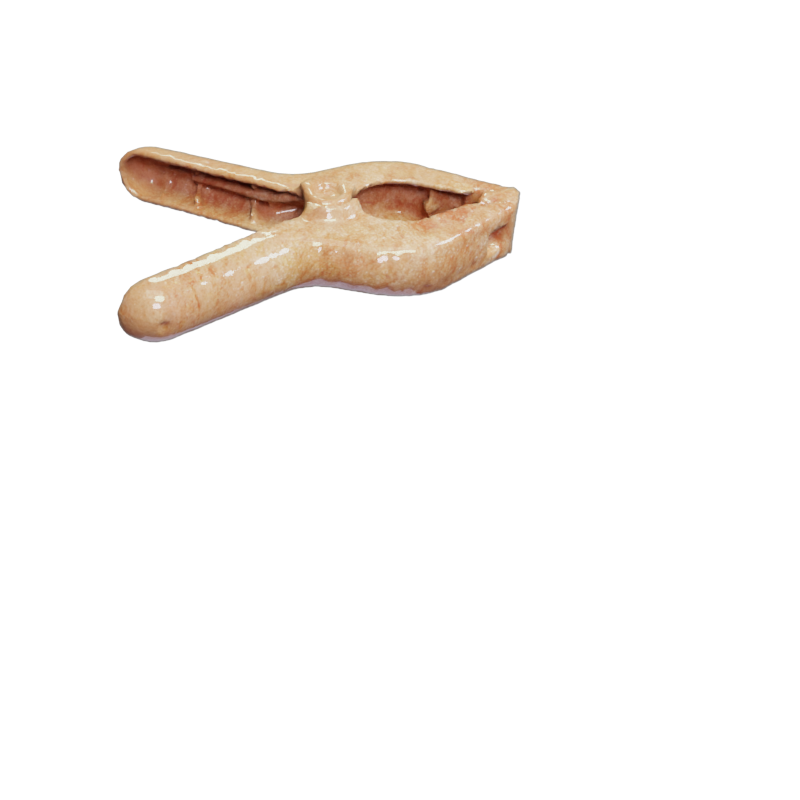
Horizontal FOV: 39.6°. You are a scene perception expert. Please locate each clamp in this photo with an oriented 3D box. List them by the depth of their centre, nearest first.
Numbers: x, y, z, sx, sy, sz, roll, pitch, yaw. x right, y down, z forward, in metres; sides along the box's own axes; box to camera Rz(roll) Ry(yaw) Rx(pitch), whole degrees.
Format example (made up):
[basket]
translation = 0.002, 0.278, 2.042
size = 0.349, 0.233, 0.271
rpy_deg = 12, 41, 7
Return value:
[clamp]
translation = -0.035, -0.064, 0.445
size = 0.171, 0.036, 0.129
rpy_deg = 0, 44, 0
